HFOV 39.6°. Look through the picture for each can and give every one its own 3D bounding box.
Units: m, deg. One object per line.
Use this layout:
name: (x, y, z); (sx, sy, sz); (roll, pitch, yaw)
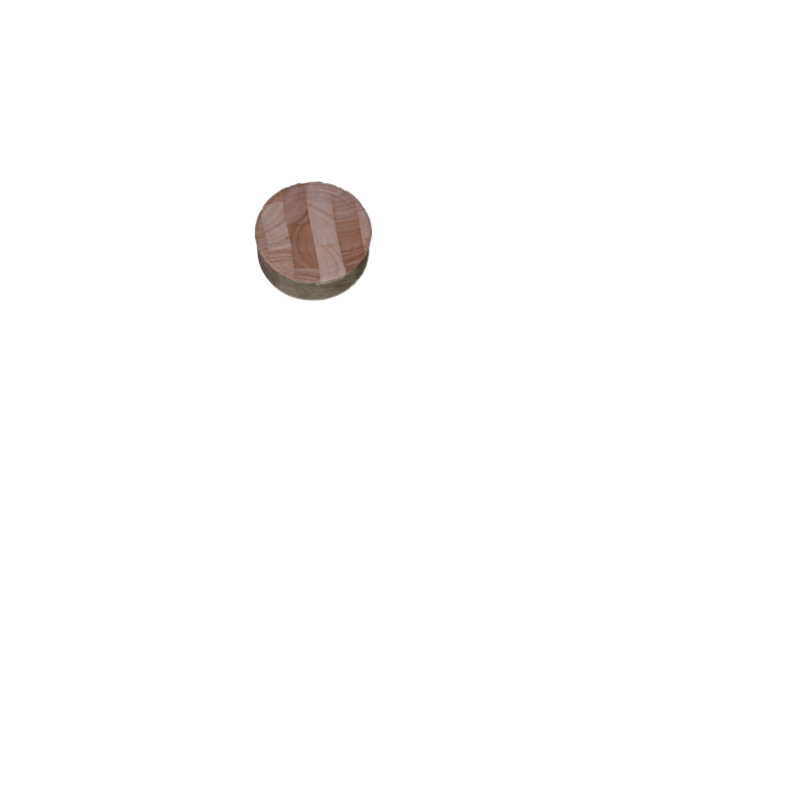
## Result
can: (-0.064, -0.118, 0.823); (0.086, 0.091, 0.032); (-1, -27, -1)
